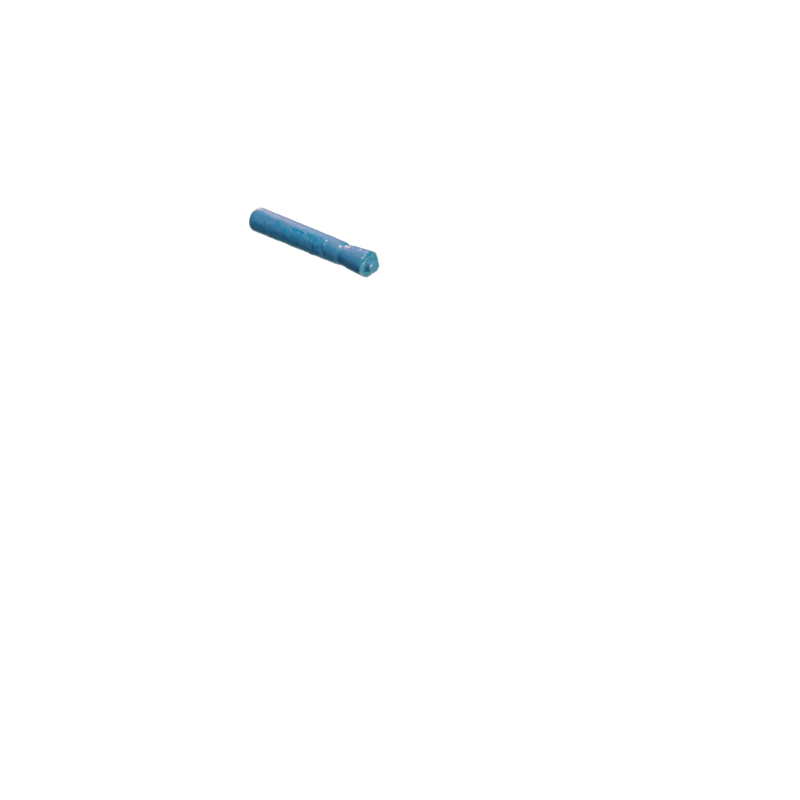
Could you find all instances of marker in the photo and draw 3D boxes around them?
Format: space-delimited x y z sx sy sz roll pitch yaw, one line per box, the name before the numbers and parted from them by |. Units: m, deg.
marker | -0.062 -0.113 0.793 0.129 0.019 0.019 27 20 39
